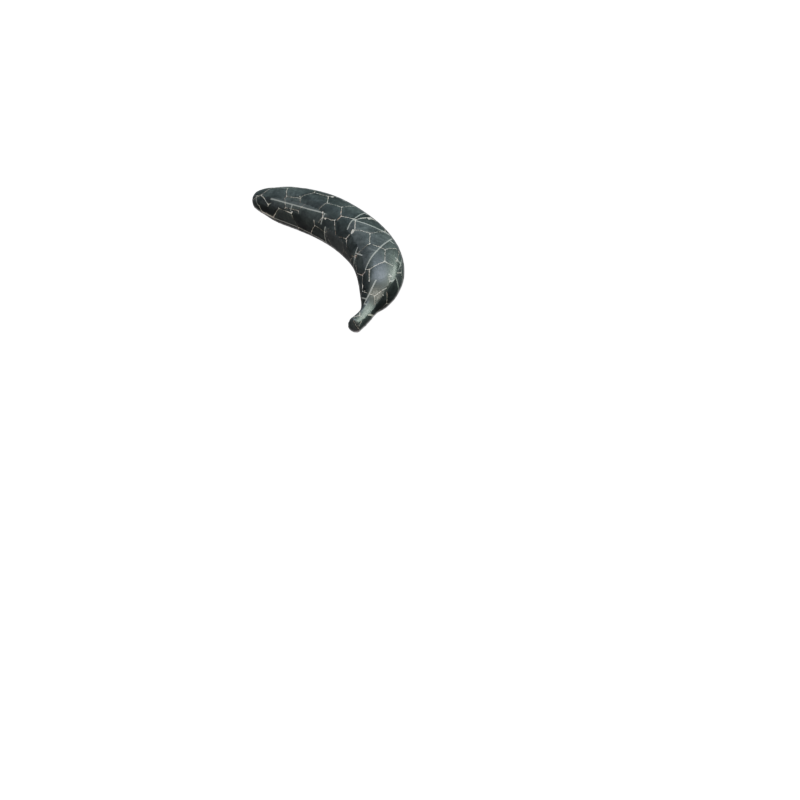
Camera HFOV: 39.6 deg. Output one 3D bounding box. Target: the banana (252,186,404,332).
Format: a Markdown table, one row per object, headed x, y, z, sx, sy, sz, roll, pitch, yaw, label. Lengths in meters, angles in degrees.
| x | y | z | sx | sy | sz | roll | pitch | yaw | label |
| --- | --- | --- | --- | --- | --- | --- | --- | --- | --- |
| -0.048 | -0.123 | 0.849 | 0.069 | 0.034 | 0.214 | -15 | 39 | -21 | banana |
